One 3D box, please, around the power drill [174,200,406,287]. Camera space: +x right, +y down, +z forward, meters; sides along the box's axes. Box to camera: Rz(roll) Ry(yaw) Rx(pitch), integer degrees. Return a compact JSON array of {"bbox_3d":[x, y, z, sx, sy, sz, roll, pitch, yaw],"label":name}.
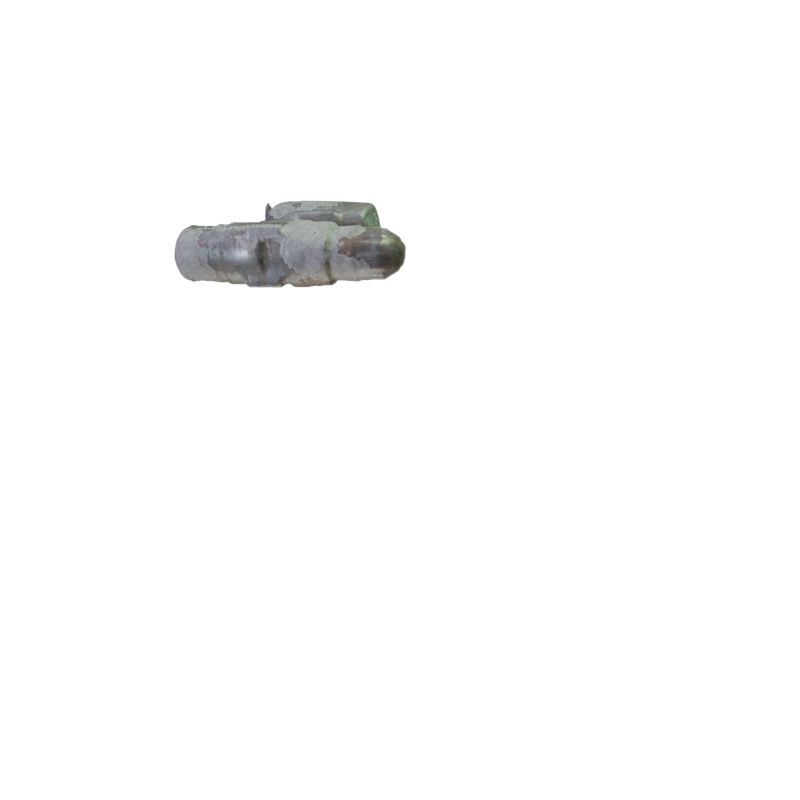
[{"bbox_3d":[-0.072,-0.132,0.925,0.188,0.056,0.188,3,13,14],"label":"power drill"}]
